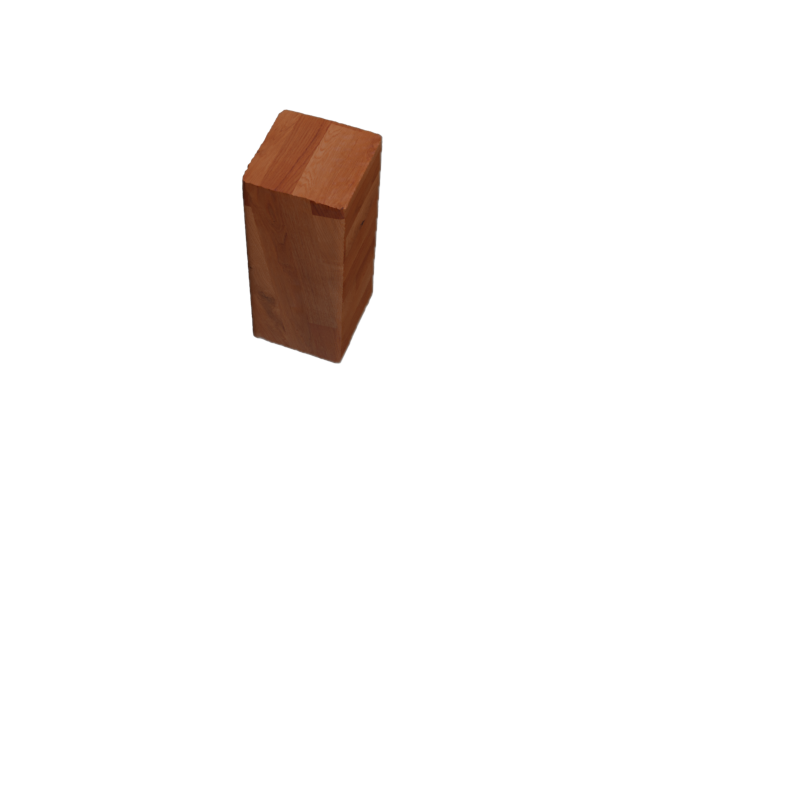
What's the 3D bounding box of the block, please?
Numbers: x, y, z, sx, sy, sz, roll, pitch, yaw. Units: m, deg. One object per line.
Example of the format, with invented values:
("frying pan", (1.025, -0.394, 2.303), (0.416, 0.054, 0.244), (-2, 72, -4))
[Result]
("block", (-0.075, -0.136, 0.951), (0.092, 0.095, 0.193), (18, -35, 9))
